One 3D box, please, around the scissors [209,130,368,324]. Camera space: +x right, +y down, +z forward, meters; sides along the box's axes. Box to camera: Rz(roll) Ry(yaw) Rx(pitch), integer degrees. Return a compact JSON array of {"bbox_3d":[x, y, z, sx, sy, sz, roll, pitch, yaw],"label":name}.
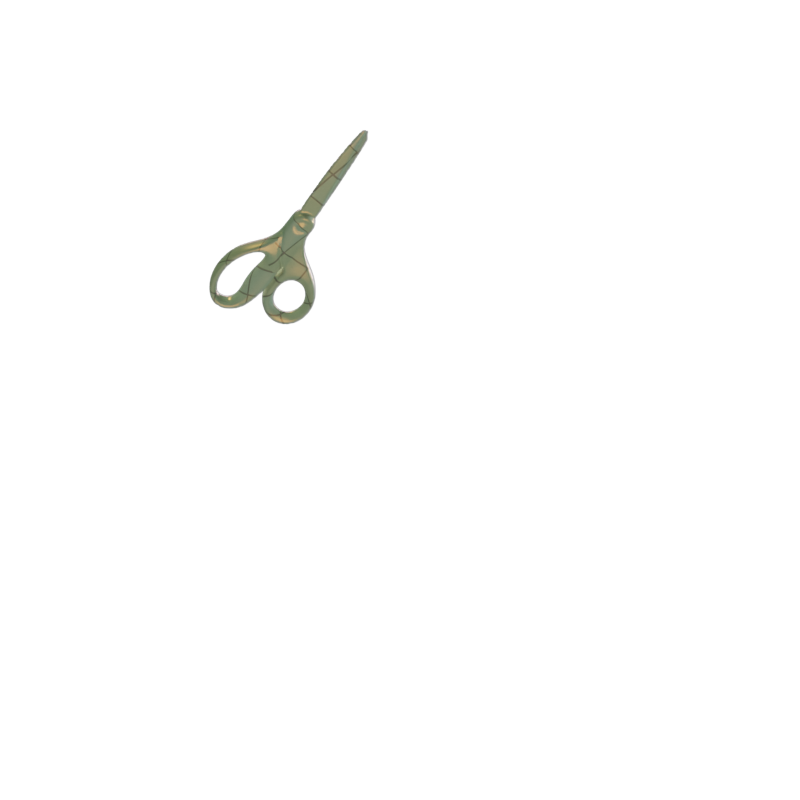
[{"bbox_3d":[-0.070,-0.128,0.893,0.200,0.017,0.090,-35,-58,25],"label":"scissors"}]
